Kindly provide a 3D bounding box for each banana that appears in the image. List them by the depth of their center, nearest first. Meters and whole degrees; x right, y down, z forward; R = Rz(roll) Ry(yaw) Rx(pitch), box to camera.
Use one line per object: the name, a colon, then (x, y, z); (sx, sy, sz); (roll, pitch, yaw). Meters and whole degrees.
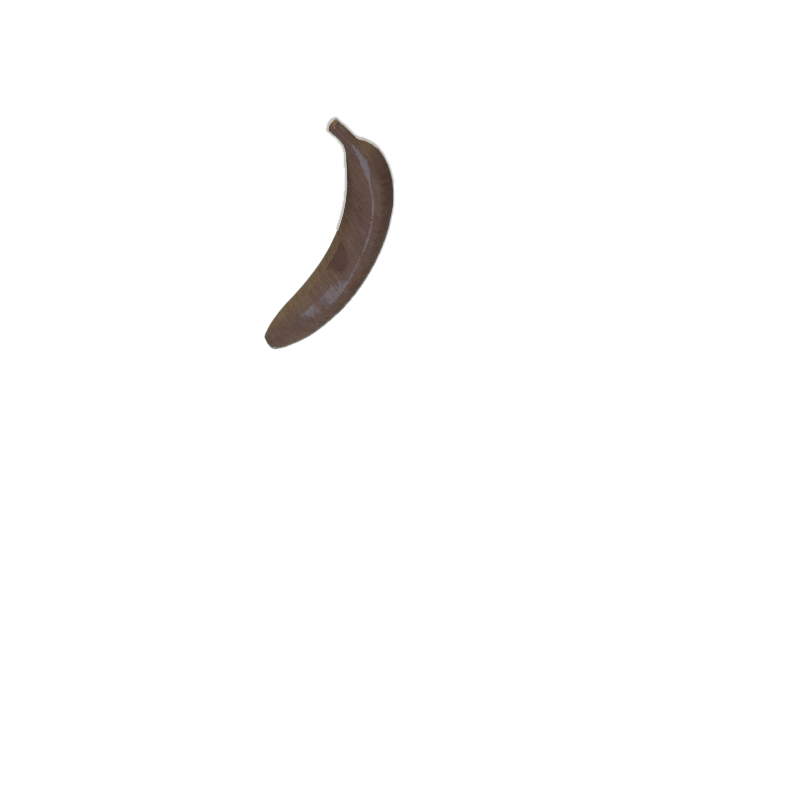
banana: (-0.048, -0.121, 0.854); (0.069, 0.190, 0.039); (16, 24, -8)
